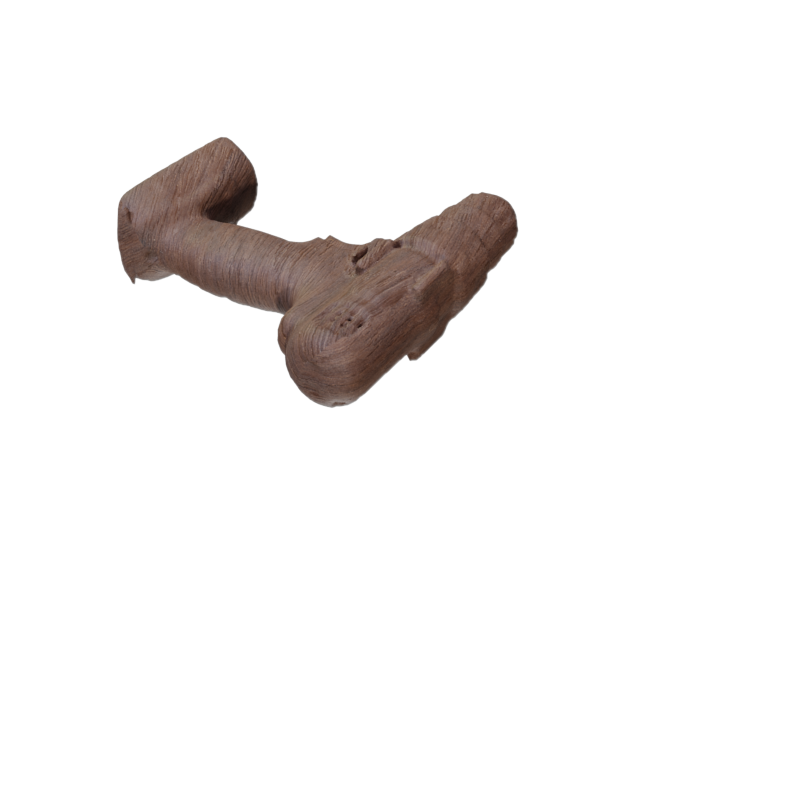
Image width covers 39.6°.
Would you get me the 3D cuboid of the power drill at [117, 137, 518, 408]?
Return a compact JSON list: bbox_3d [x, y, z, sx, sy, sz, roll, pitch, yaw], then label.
[{"bbox_3d":[-0.048,-0.088,0.618,0.198,0.054,0.187,23,43,27],"label":"power drill"}]
